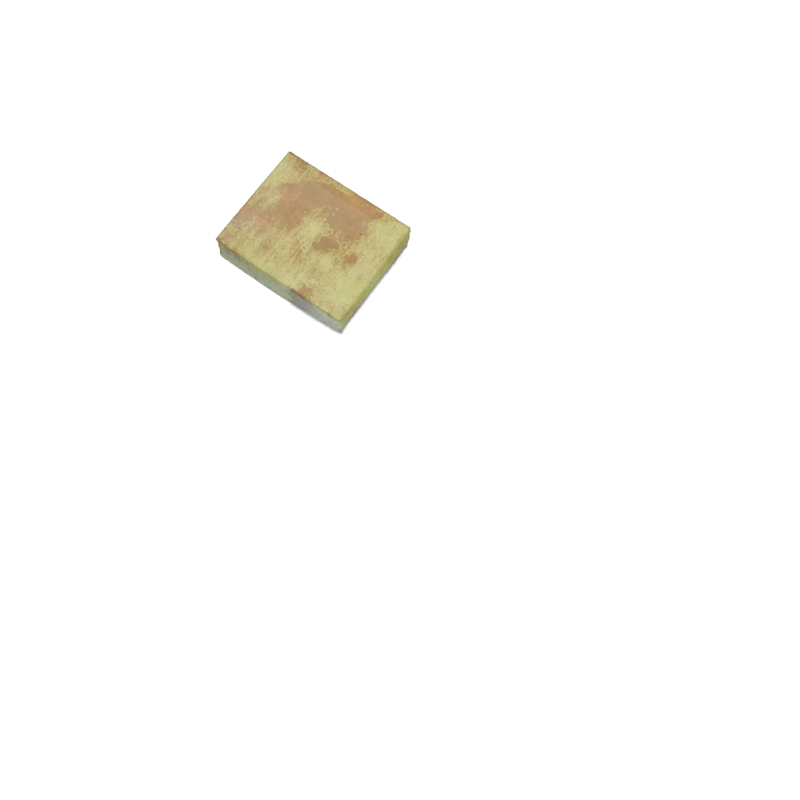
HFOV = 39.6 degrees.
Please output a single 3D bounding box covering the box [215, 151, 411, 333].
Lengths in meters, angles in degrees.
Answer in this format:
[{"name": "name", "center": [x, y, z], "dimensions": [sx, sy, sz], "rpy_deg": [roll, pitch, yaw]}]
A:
[{"name": "box", "center": [-0.063, -0.115, 0.809], "dimensions": [0.117, 0.092, 0.037], "rpy_deg": [34, -18, 12]}]
